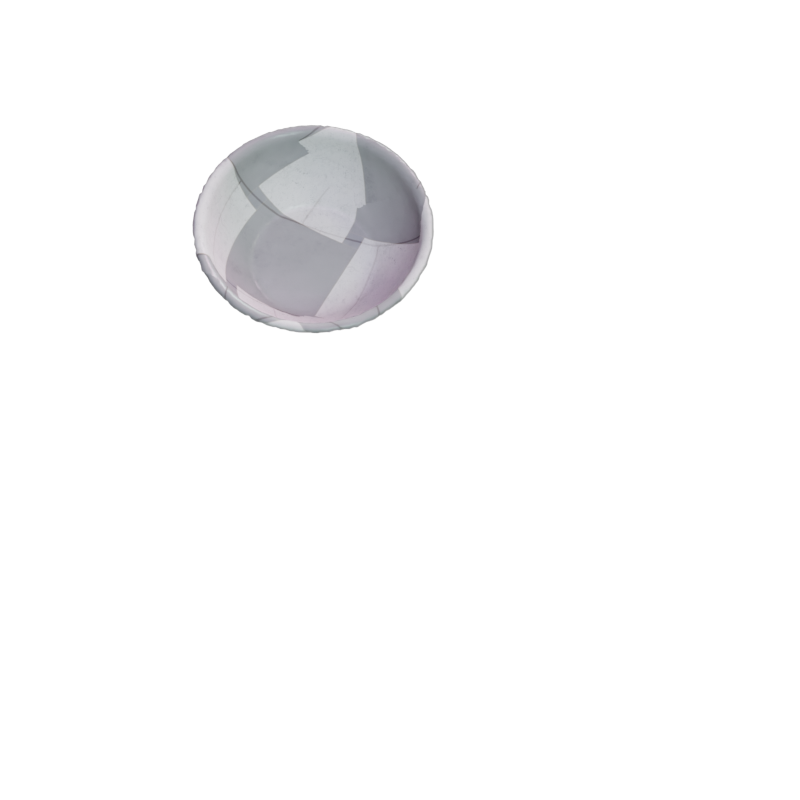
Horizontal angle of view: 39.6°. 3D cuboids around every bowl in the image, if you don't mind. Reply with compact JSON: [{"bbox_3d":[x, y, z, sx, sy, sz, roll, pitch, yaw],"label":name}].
[{"bbox_3d":[-0.060,-0.109,0.765,0.162,0.172,0.052,-1,-27,-1],"label":"bowl"}]
